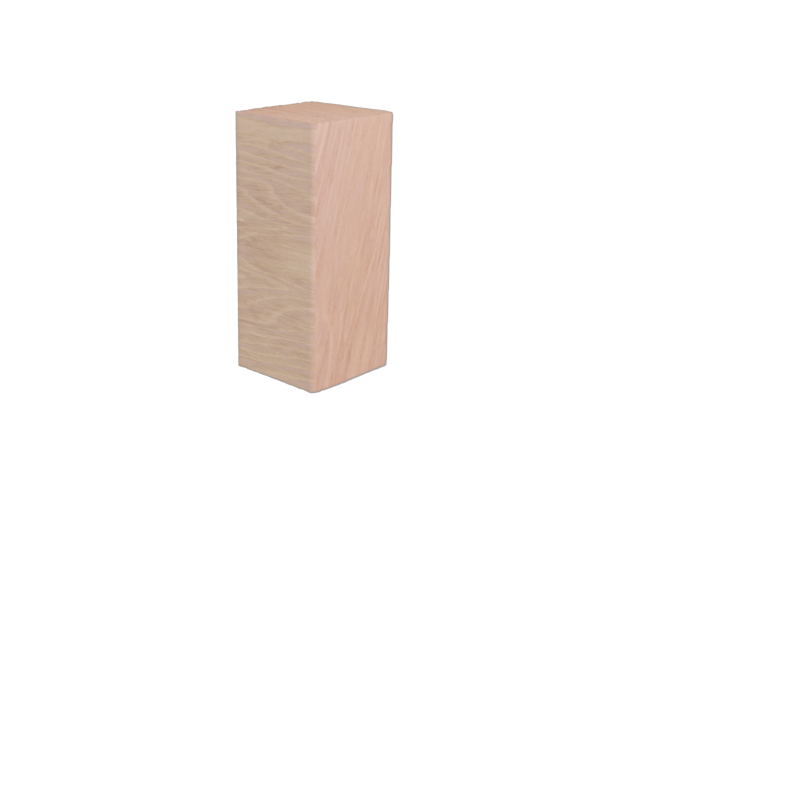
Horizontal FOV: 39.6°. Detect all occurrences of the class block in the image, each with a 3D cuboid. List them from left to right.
[{"bbox_3d":[-0.067,-0.124,0.870,0.096,0.199,0.088,15,21,40],"label":"block"}]
